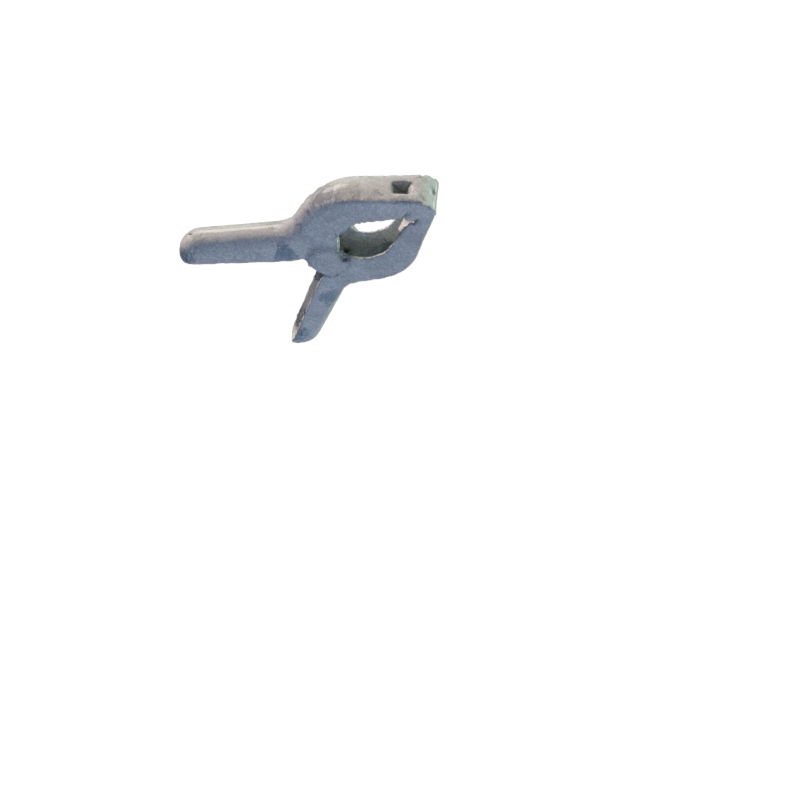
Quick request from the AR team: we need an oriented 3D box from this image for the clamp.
[{"bbox_3d":[-0.055,-0.100,0.698,0.113,0.042,0.170,27,-43,-33],"label":"clamp"}]
